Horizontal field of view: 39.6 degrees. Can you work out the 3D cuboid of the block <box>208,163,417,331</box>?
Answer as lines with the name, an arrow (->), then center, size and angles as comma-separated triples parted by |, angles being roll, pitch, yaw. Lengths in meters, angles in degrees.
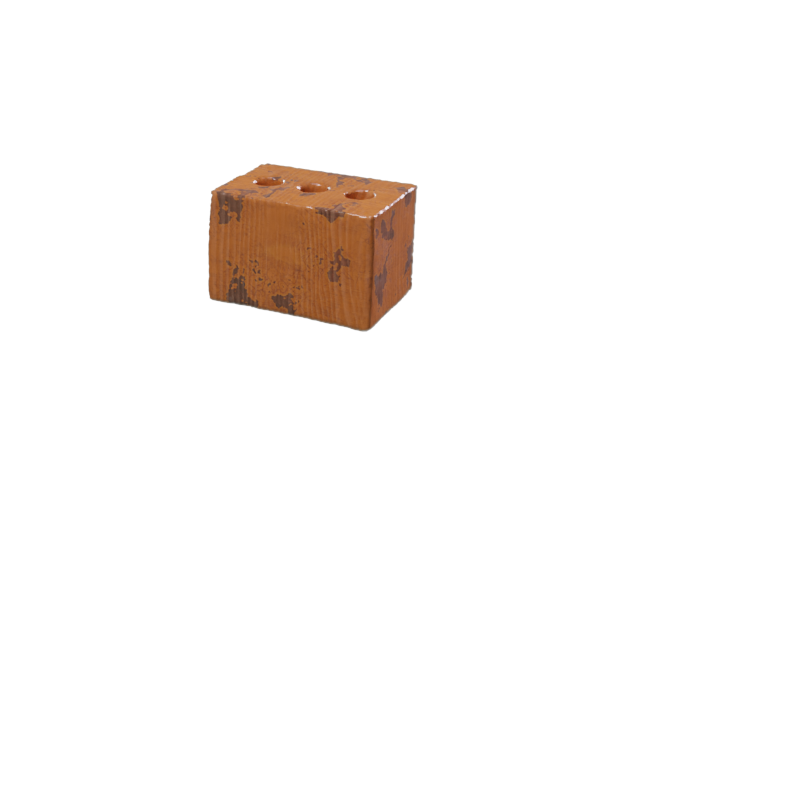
block -> -0.038, -0.069, 0.484 | 0.081, 0.049, 0.053 | 12, 27, 22
